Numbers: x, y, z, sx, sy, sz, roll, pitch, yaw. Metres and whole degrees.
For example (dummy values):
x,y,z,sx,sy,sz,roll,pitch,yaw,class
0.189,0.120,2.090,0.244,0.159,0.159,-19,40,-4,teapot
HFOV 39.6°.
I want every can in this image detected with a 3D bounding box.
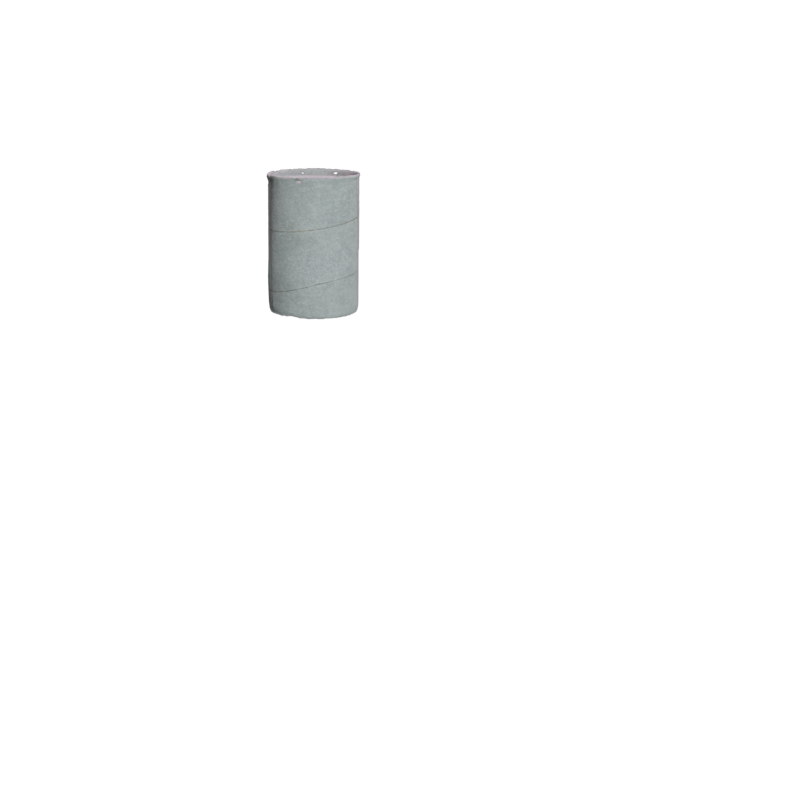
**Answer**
x,y,z,sx,sy,sz,roll,pitch,yaw,class
-0.064,-0.116,0.812,0.068,0.100,0.070,0,12,-2,can
